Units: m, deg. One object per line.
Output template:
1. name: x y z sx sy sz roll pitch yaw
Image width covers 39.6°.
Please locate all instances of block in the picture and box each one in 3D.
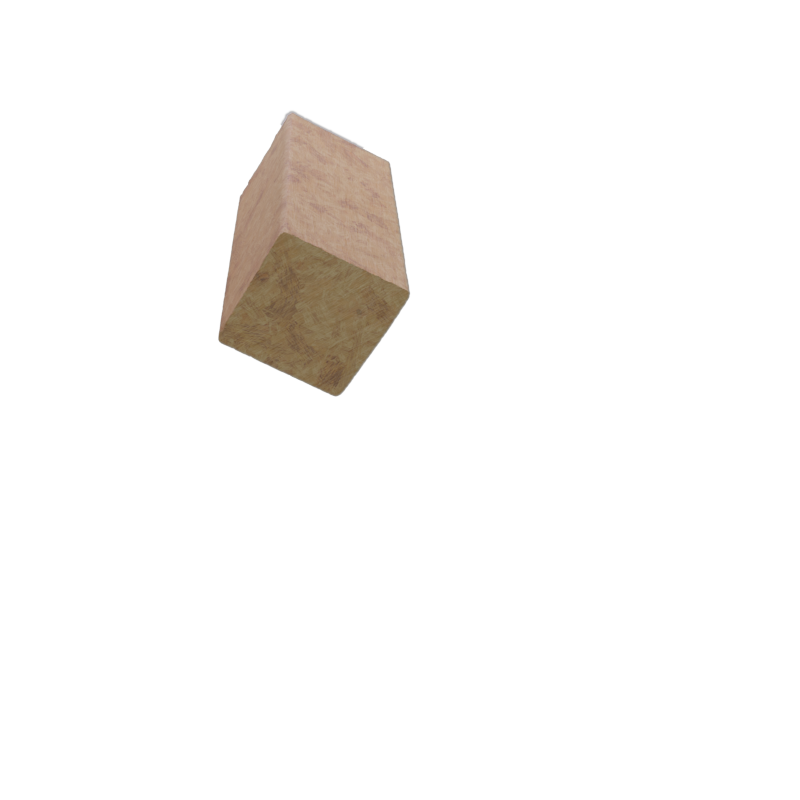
1. block: -0.060 -0.109 0.765 0.088 0.088 0.219 25 27 -18
